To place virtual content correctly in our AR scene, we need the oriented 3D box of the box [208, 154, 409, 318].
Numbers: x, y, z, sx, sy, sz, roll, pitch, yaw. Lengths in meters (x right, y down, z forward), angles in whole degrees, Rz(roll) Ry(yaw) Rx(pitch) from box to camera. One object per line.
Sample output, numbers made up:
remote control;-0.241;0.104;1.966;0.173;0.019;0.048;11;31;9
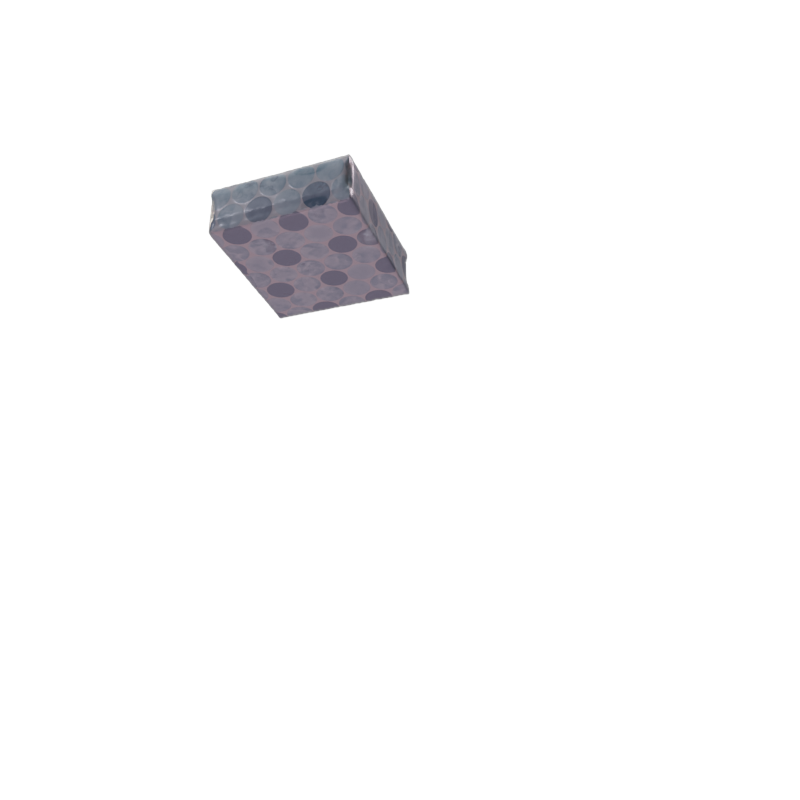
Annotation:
box;-0.043;-0.079;0.553;0.074;0.032;0.082;-11;-31;18
